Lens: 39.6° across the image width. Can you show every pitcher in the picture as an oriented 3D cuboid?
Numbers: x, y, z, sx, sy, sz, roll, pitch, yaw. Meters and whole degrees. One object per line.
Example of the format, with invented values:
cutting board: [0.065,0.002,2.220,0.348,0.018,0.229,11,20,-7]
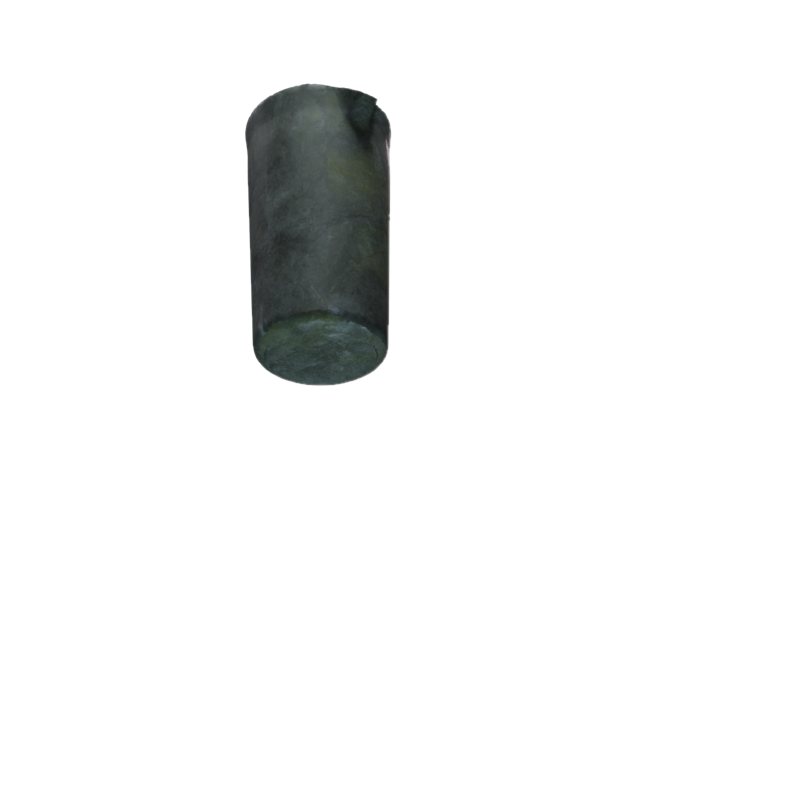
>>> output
pitcher: [-0.074,-0.135,0.949,0.146,0.260,0.138,-7,-34,7]
